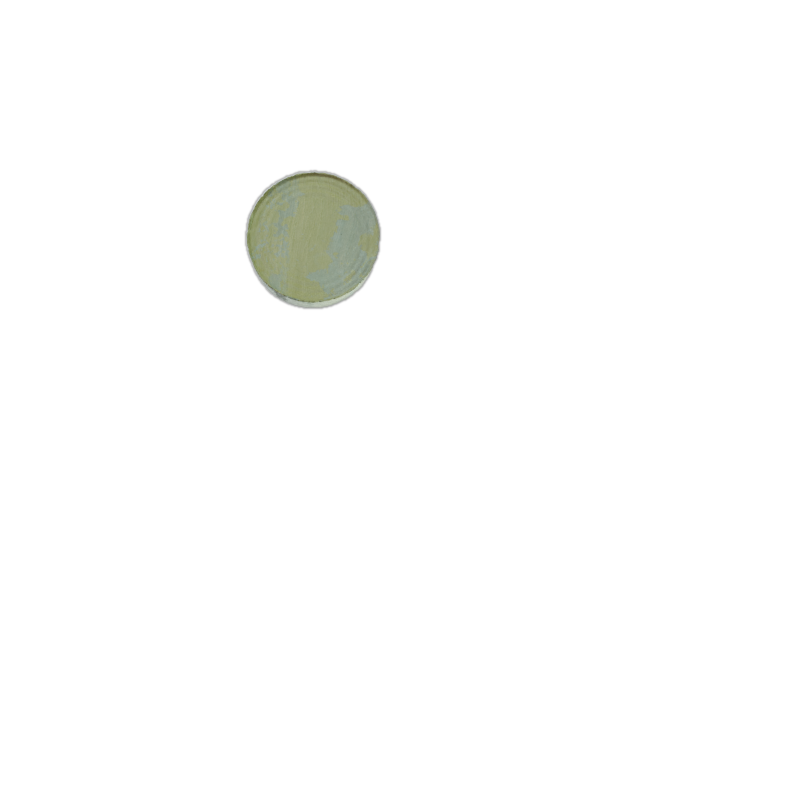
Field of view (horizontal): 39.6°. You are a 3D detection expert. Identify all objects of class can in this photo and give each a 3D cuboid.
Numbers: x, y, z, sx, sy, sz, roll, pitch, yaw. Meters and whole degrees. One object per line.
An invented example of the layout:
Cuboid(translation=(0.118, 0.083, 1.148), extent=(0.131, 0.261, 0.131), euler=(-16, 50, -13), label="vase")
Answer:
Cuboid(translation=(-0.056, -0.103, 0.721), extent=(0.086, 0.089, 0.033), euler=(0, -12, -1), label="can")
